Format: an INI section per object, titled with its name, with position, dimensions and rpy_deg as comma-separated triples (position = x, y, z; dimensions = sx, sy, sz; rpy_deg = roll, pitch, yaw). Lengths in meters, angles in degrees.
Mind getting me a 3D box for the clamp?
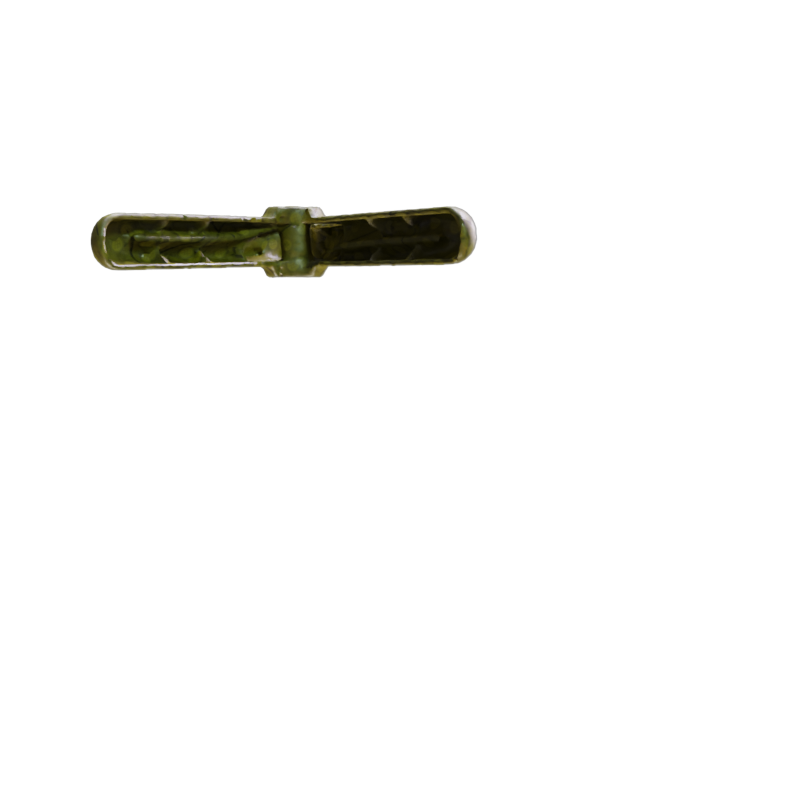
[clamp]
position = -0.044, -0.080, 0.558
dimensions = 0.166, 0.036, 0.209
rpy_deg = 1, 7, 6
